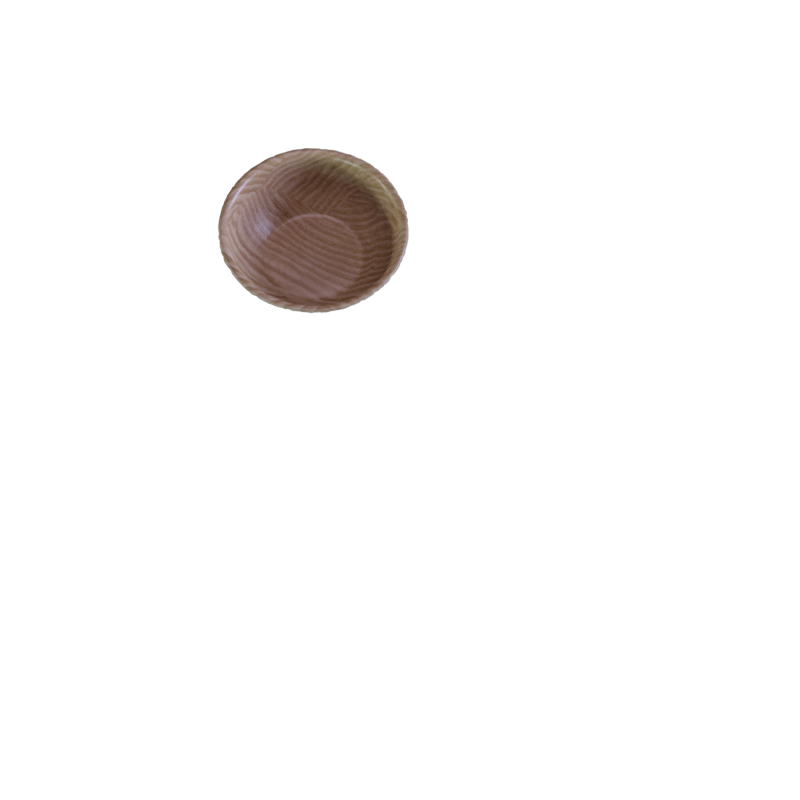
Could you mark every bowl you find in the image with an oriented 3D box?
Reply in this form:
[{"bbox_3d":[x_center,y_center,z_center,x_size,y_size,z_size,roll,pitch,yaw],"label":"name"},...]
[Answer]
[{"bbox_3d":[-0.075,-0.137,0.961,0.162,0.172,0.052,-1,-28,-1],"label":"bowl"}]
